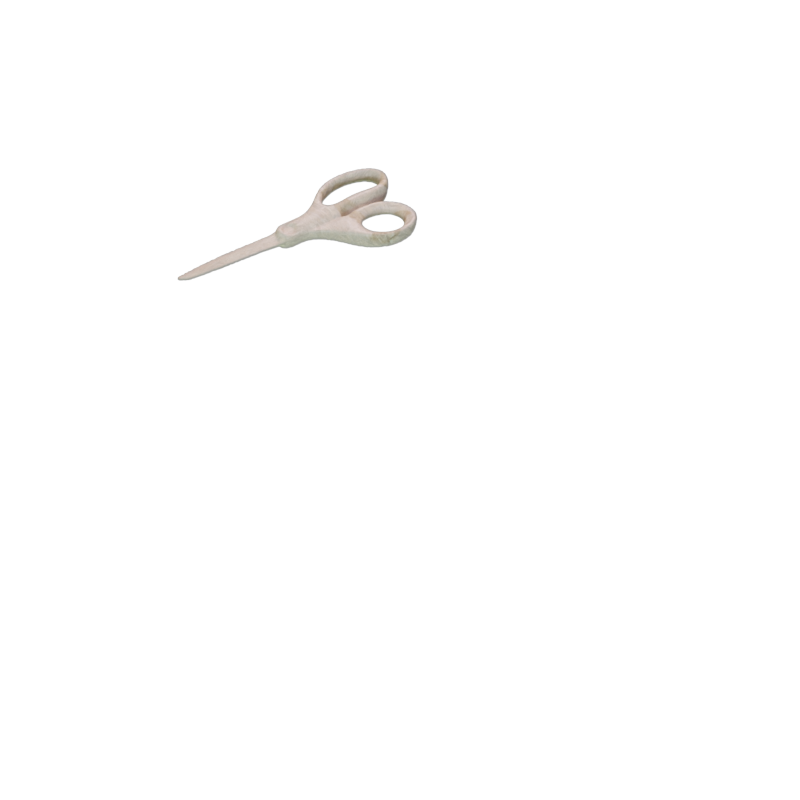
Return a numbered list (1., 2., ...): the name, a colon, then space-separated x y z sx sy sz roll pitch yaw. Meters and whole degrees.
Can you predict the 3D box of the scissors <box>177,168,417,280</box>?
1. scissors: -0.068 -0.123 0.865 0.102 0.015 0.204 30 52 26
